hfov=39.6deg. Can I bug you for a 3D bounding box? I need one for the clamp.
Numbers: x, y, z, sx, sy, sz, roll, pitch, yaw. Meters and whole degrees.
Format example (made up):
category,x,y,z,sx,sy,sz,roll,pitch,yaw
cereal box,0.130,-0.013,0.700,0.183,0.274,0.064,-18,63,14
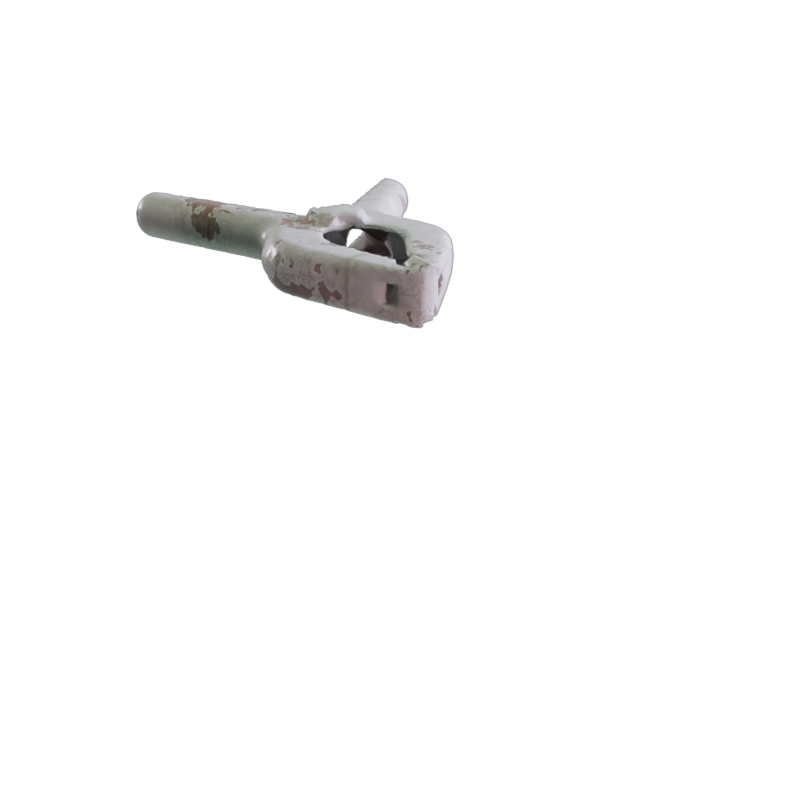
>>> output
category,x,y,z,sx,sy,sz,roll,pitch,yaw
clamp,-0.045,-0.081,0.569,0.162,0.035,0.223,-6,23,-16
